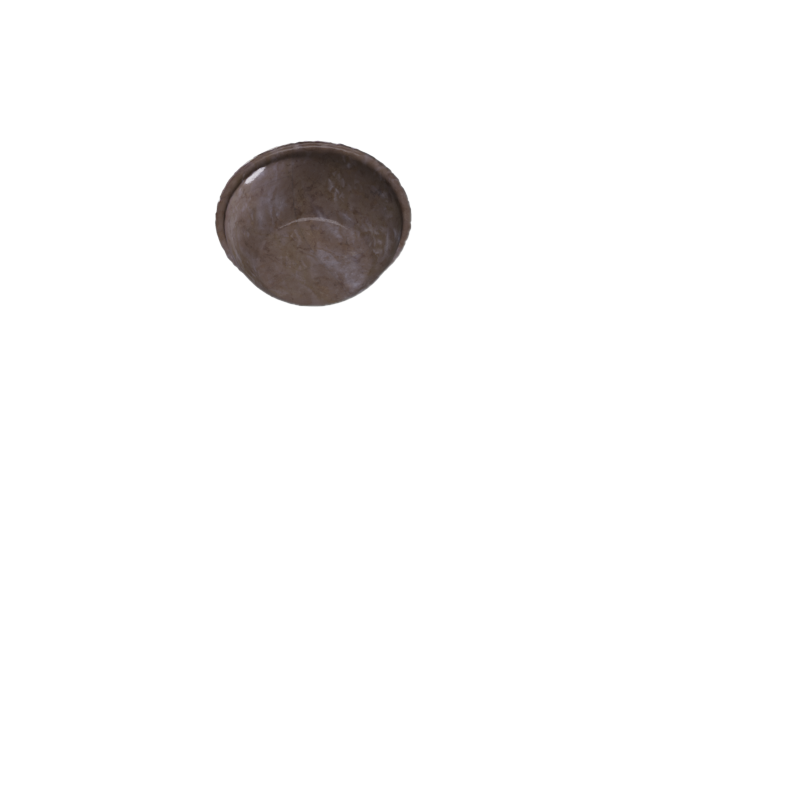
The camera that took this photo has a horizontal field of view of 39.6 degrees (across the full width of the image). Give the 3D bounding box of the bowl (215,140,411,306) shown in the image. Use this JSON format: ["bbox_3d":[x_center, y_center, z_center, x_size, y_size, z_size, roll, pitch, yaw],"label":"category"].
[{"bbox_3d":[-0.070,-0.128,0.894,0.162,0.151,0.059,1,42,-1],"label":"bowl"}]
